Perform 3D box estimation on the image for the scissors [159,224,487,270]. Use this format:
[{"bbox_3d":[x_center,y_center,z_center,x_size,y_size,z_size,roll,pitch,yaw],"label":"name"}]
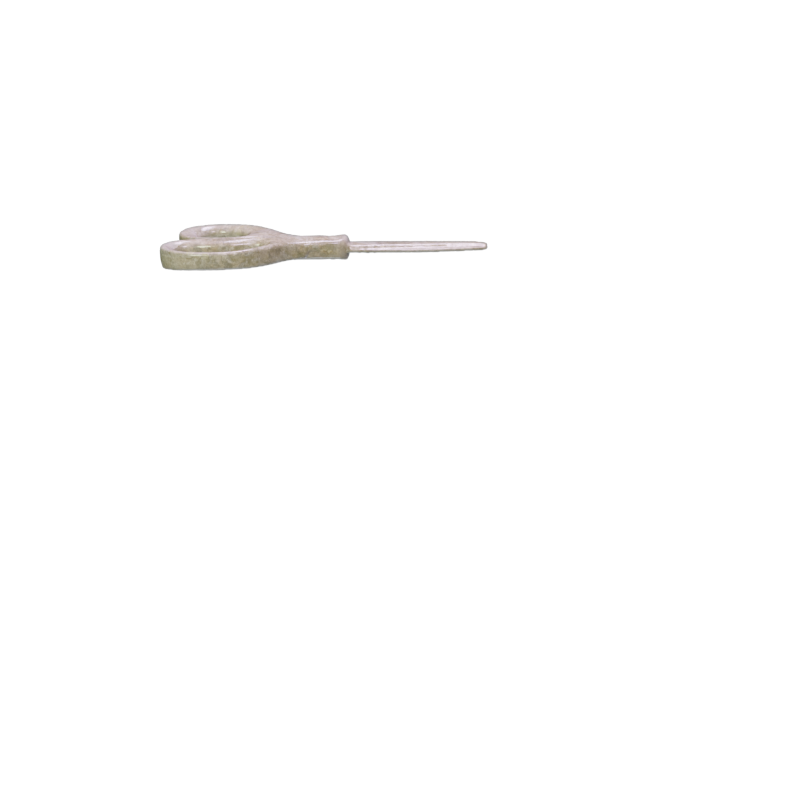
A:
[{"bbox_3d":[-0.056,-0.102,0.712,0.198,0.015,0.102,-6,21,-17],"label":"scissors"}]
